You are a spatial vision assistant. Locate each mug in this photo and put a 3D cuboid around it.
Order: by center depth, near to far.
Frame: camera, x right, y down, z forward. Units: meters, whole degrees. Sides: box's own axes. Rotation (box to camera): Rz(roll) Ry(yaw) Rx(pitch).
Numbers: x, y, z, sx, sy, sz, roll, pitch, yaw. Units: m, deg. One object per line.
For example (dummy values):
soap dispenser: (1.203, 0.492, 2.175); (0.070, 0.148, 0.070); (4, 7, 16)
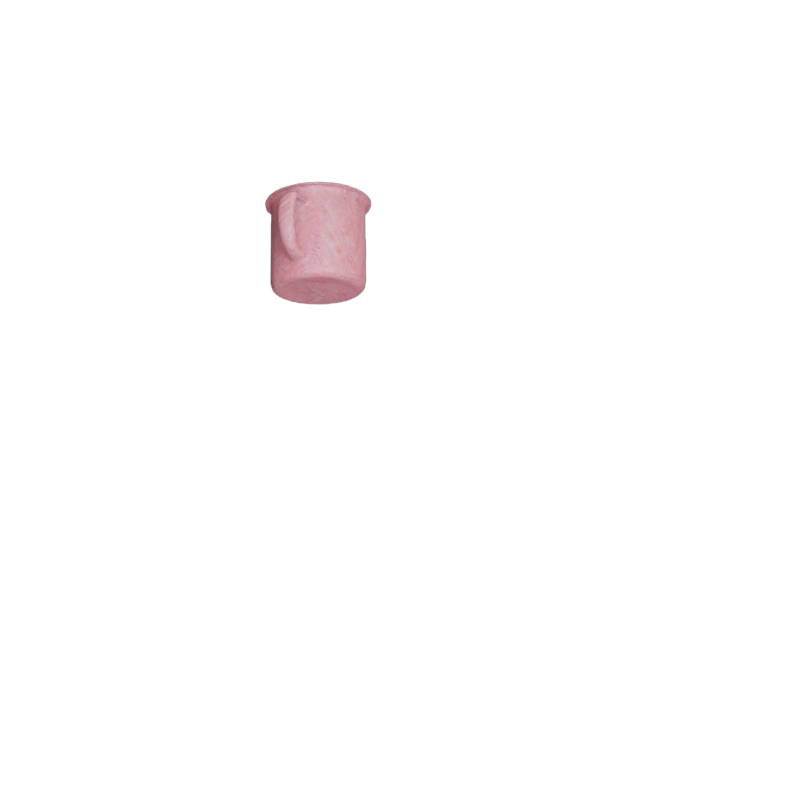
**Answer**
mug: (-0.074, -0.135, 0.943); (0.095, 0.085, 0.110); (-6, -18, 17)
